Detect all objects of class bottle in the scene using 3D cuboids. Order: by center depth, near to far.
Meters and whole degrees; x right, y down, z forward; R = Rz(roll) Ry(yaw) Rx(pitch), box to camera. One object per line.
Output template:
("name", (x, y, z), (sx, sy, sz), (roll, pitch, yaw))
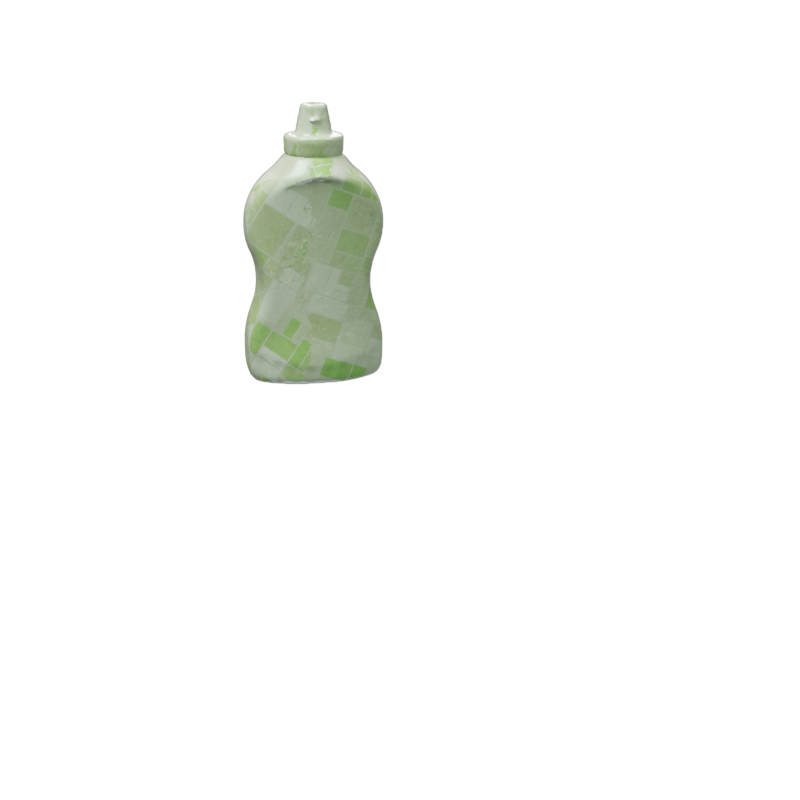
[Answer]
("bottle", (-0.060, -0.109, 0.767), (0.095, 0.185, 0.061), (-2, 15, -9))
